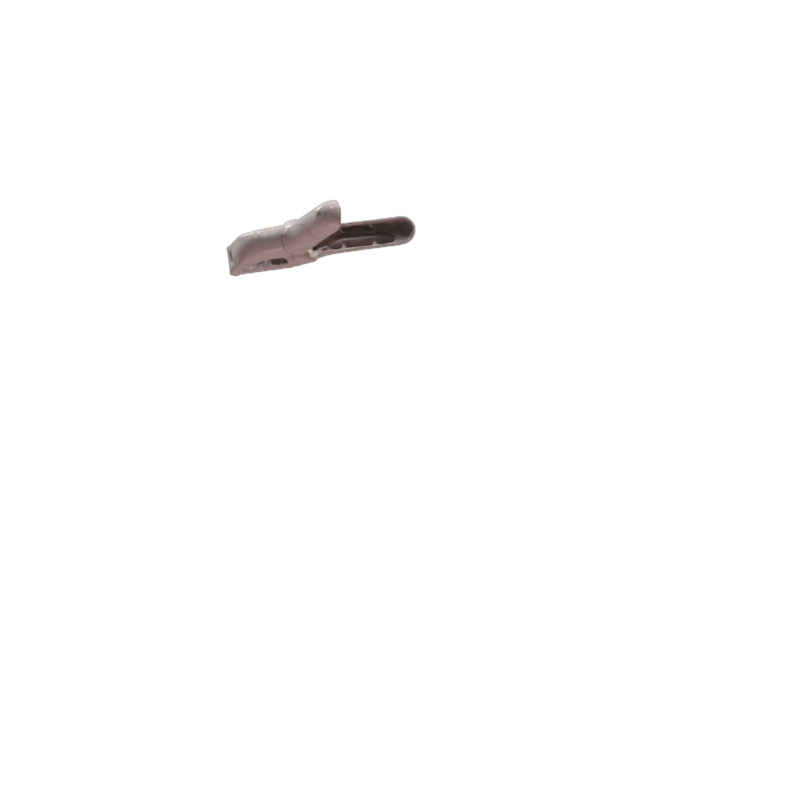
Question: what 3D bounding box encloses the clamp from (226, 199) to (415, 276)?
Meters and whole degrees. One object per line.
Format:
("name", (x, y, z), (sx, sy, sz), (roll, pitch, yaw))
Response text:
("clamp", (-0.075, -0.137, 0.960), (0.175, 0.040, 0.114), (-7, -11, 44))
